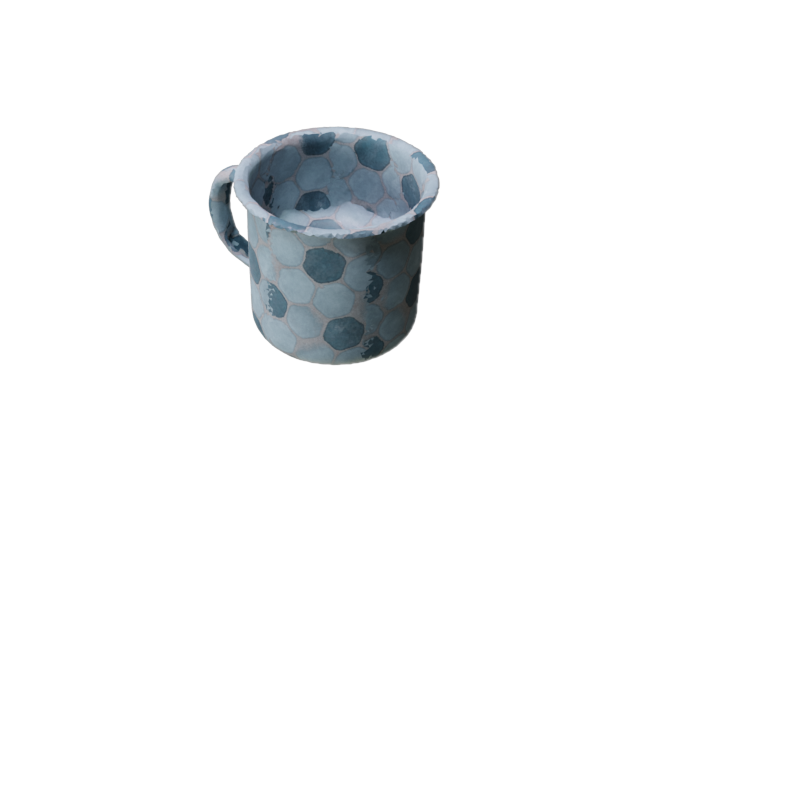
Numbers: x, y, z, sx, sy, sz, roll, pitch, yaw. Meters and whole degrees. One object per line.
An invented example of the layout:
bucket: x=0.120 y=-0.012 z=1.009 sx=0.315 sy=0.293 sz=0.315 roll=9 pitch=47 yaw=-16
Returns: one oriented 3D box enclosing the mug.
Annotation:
mug: x=-0.041 y=-0.075 z=0.528 sx=0.122 sy=0.076 sz=0.096 roll=19 pitch=43 yaw=21
